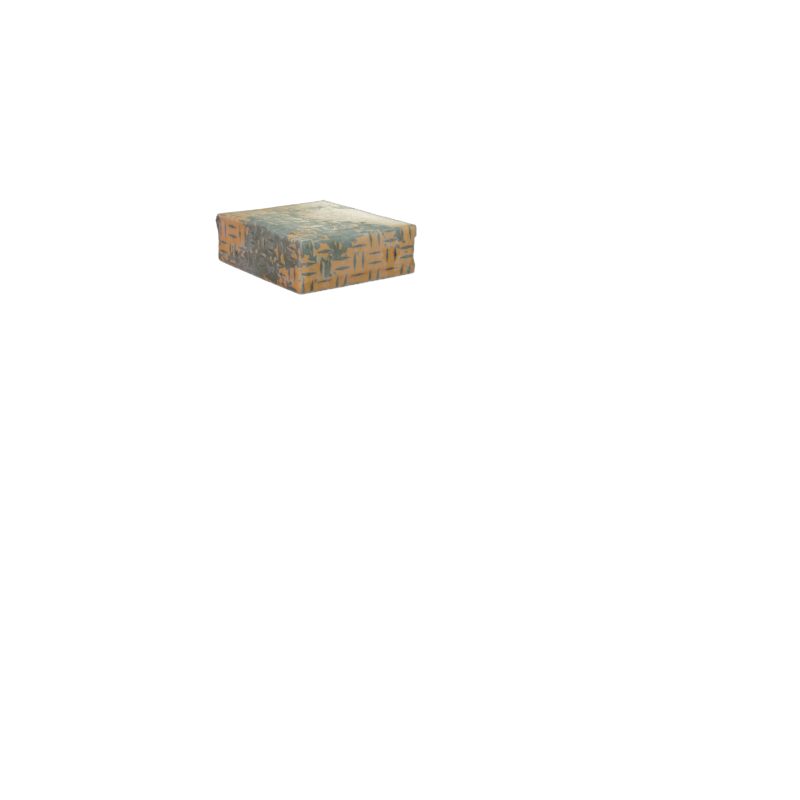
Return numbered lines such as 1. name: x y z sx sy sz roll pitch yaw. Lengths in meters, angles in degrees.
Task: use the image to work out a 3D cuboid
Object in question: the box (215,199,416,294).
1. box: -0.047 -0.085 0.596 0.071 0.029 0.095 -13 24 -33
